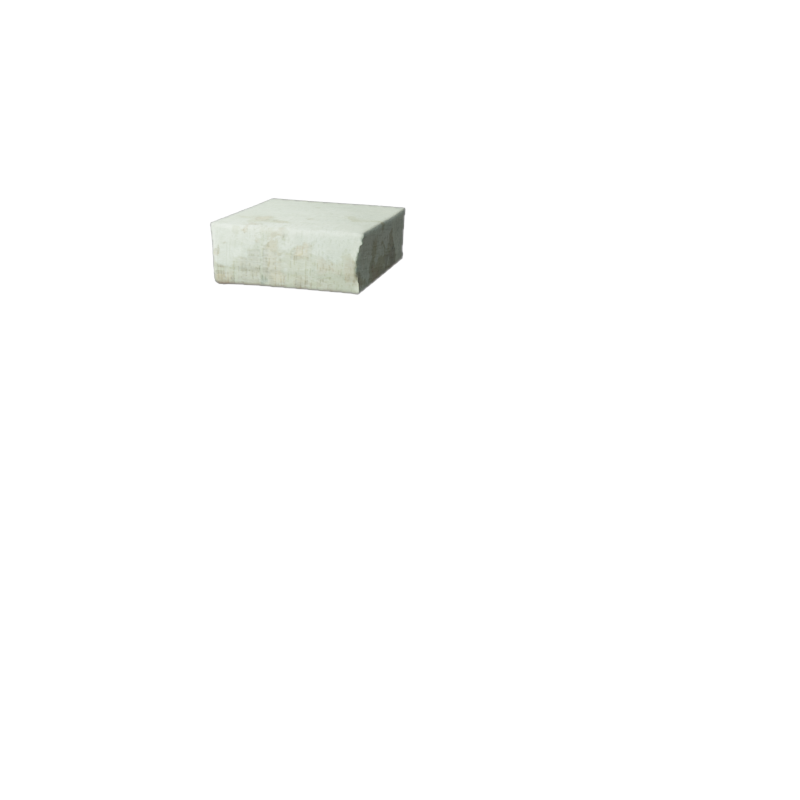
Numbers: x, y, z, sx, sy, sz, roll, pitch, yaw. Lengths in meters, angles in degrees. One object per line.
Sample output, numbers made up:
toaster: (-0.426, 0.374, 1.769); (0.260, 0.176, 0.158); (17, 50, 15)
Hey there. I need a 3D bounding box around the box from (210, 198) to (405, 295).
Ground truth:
box: (-0.052, -0.094, 0.661); (0.092, 0.037, 0.115); (5, 19, 13)
